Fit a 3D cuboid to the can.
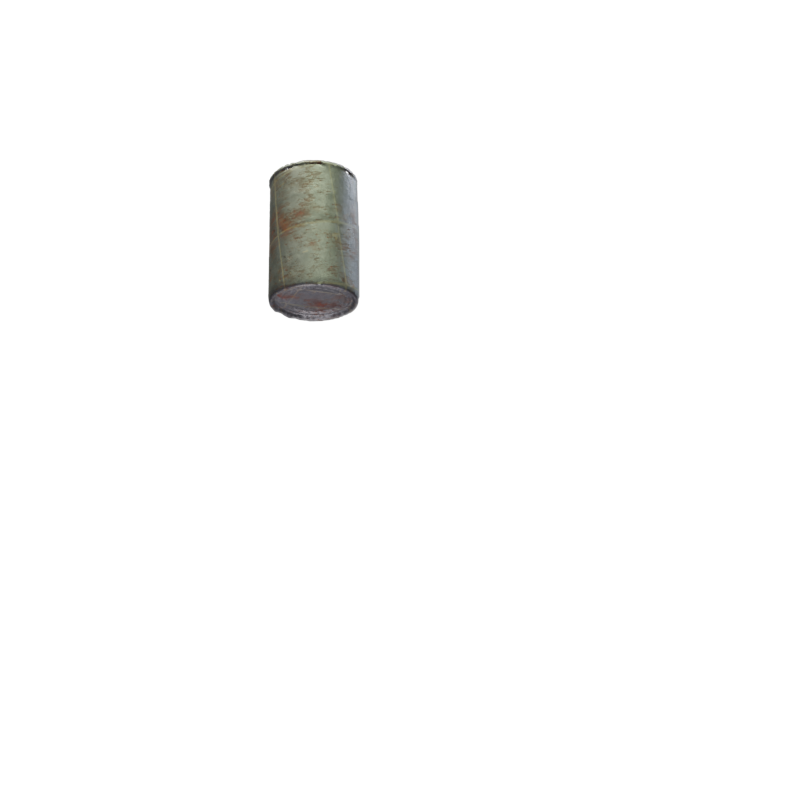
[{"bbox_3d":[-0.065,-0.118,0.826,0.068,0.108,0.065,0,-24,-2],"label":"can"}]
